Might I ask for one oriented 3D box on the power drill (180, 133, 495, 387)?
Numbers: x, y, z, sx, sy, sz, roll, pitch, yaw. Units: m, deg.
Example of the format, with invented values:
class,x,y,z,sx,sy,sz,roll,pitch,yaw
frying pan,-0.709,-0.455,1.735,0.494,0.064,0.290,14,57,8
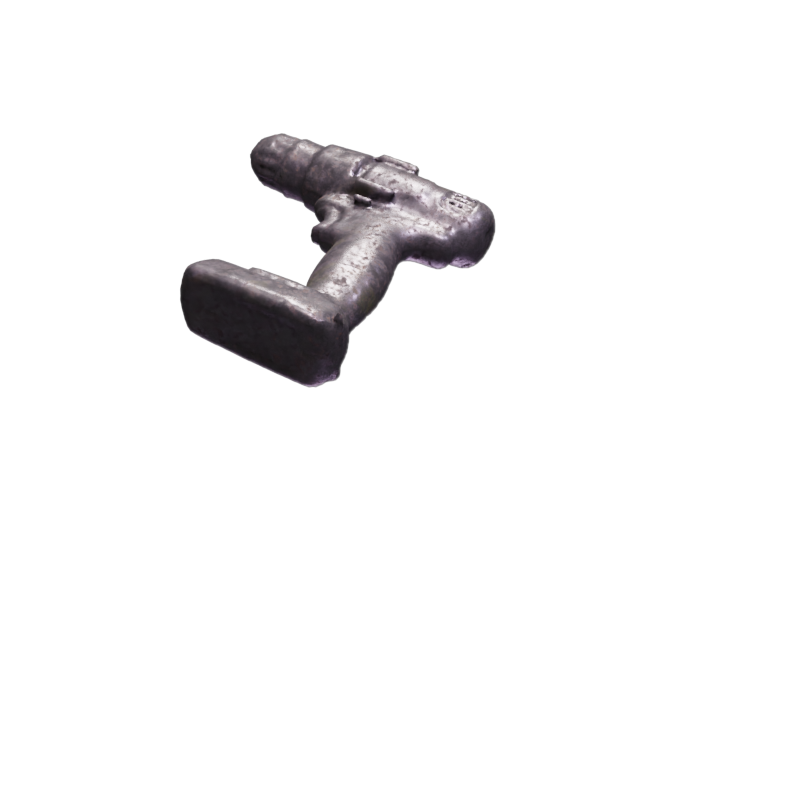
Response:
class,x,y,z,sx,sy,sz,roll,pitch,yaw
power drill,-0.056,-0.101,0.709,0.193,0.053,0.192,22,46,22
